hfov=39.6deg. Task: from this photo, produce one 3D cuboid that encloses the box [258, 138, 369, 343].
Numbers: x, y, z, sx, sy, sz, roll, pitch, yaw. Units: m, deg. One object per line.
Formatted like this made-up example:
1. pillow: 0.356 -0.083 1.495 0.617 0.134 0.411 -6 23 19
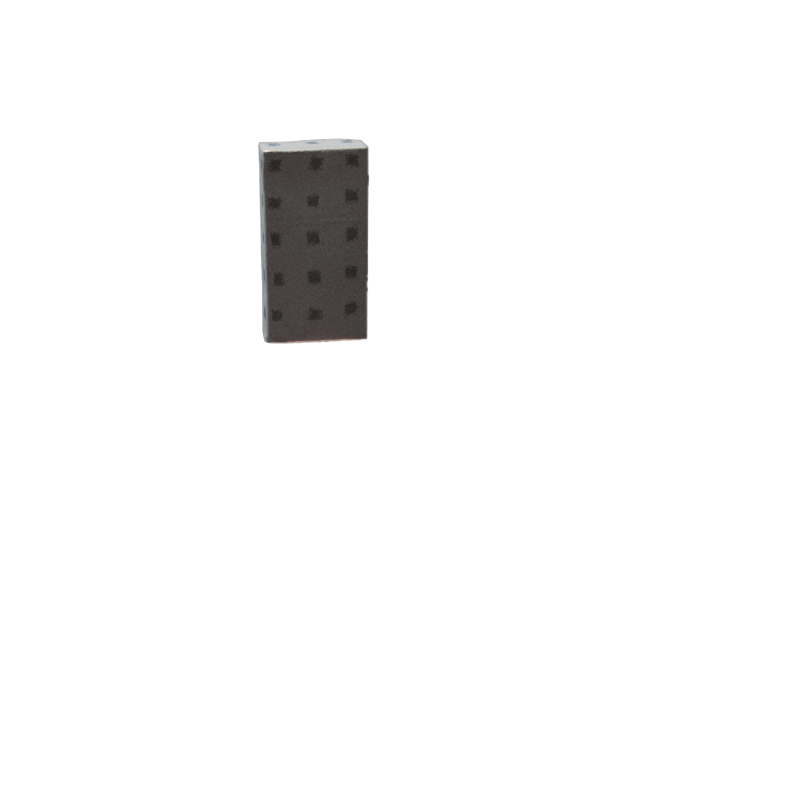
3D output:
1. box: -0.076 -0.138 0.969 0.092 0.170 0.050 -2 16 -10
